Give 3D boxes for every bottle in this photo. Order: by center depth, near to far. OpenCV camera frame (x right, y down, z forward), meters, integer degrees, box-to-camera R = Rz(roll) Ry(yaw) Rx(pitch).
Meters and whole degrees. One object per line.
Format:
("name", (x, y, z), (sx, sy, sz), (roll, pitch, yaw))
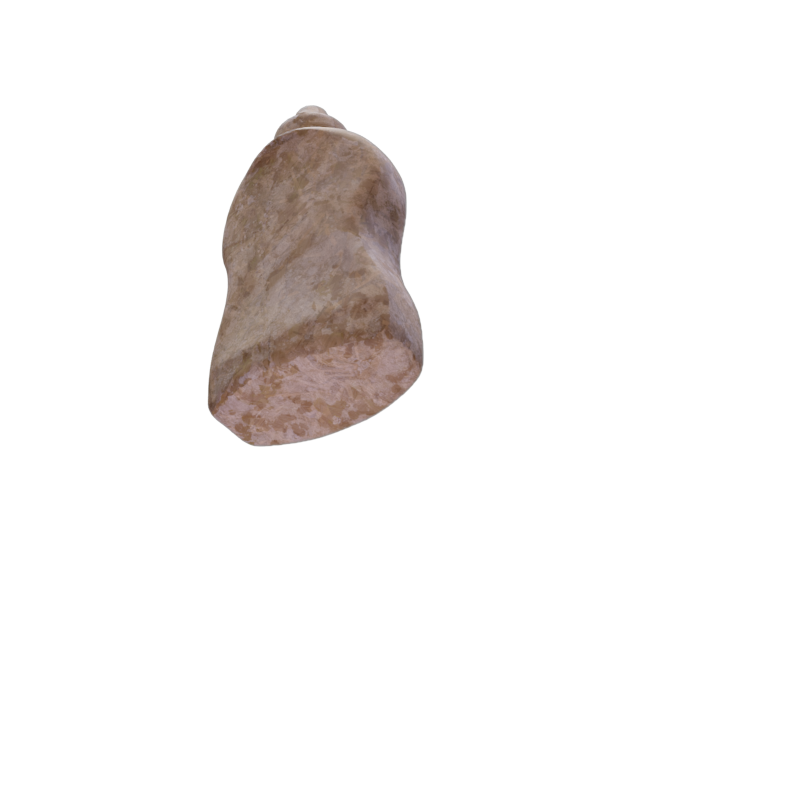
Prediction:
("bottle", (-0.042, -0.077, 0.535), (0.096, 0.206, 0.054), (-26, -46, 23))
